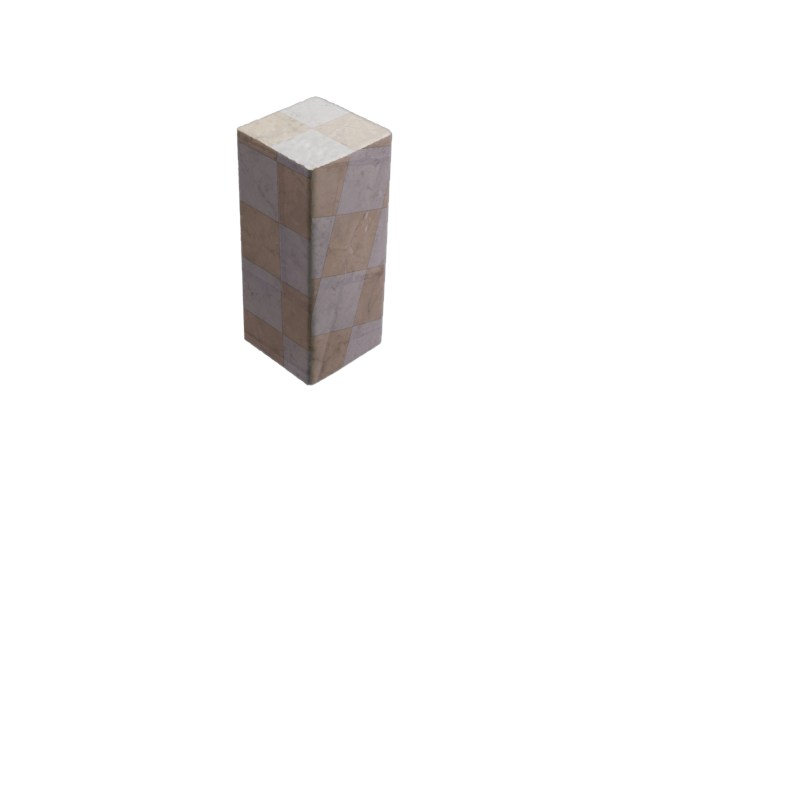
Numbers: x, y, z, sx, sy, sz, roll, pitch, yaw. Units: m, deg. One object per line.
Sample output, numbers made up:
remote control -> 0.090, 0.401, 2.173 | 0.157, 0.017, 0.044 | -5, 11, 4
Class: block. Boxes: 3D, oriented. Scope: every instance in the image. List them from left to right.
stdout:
block -> -0.071, -0.130, 0.911 | 0.090, 0.193, 0.097 | -29, 46, -36
